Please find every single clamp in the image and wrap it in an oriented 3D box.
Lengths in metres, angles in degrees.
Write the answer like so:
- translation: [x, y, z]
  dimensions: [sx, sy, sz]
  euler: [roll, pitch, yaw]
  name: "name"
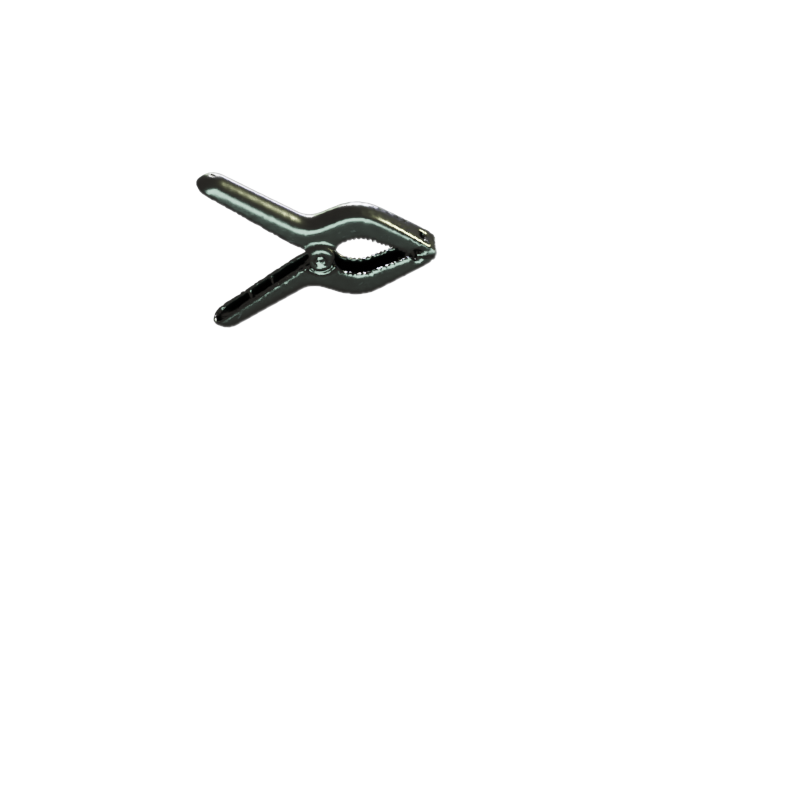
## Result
- translation: [-0.076, -0.138, 0.966]
  dimensions: [0.211, 0.152, 0.039]
  euler: [-6, 42, 5]
  name: "clamp"
